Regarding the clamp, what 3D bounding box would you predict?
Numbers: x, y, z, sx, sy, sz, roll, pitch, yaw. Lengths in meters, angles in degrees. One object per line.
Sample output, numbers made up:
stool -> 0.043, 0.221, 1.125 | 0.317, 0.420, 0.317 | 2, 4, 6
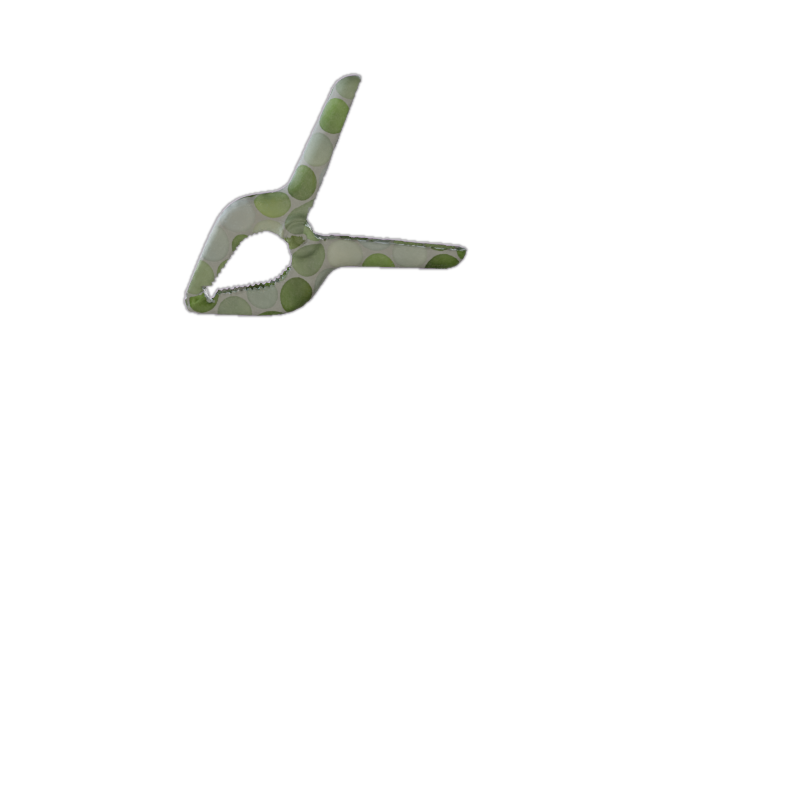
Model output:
clamp -> -0.065, -0.119, 0.837 | 0.209, 0.163, 0.037 | -38, 5, 3
